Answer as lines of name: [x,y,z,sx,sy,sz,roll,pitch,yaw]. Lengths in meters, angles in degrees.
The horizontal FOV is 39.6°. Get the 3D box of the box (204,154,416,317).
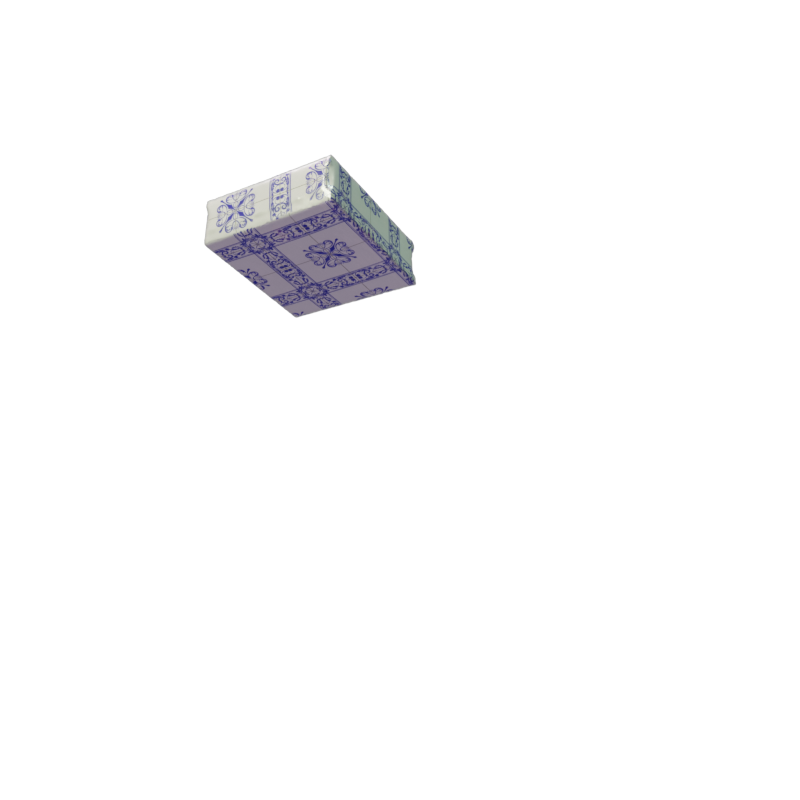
box: [-0.044,-0.080,0.559,0.074,0.032,0.083,-15,-31,26]
